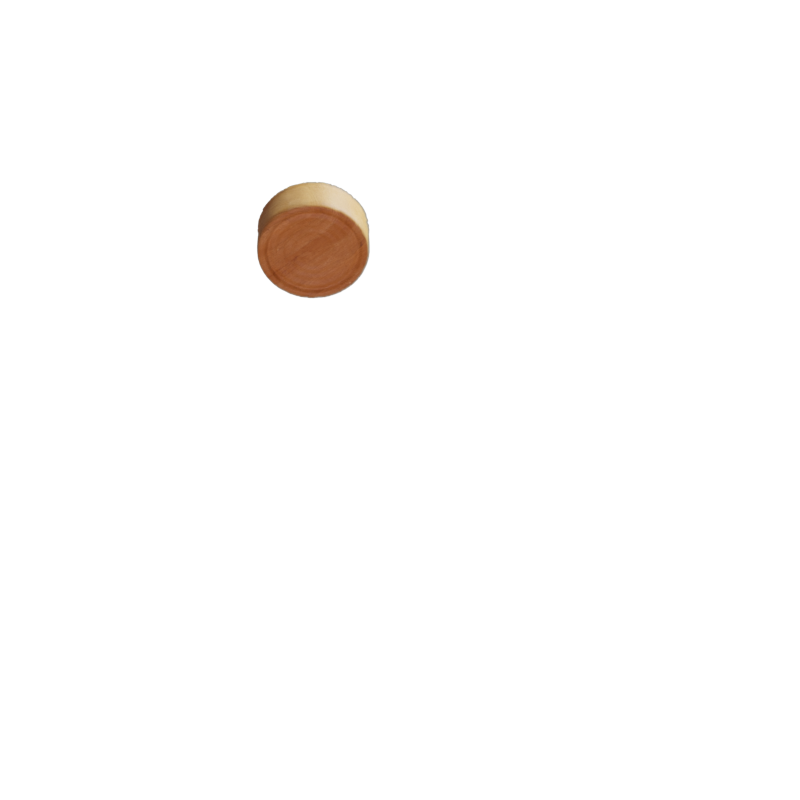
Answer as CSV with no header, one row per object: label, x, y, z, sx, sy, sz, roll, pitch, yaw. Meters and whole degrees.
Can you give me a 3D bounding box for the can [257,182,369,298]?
can,-0.066,-0.120,0.838,0.086,0.080,0.036,1,35,-1
